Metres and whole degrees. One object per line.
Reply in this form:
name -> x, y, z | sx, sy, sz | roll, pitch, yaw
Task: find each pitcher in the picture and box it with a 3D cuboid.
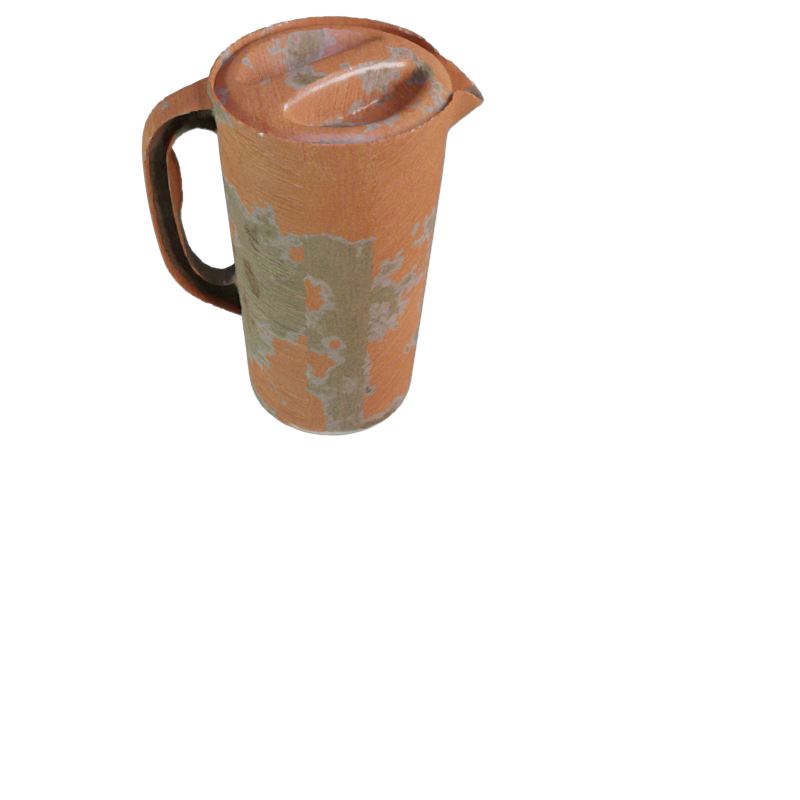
pitcher -> -0.052, -0.095, 0.663 | 0.157, 0.226, 0.148 | 26, 48, 23
